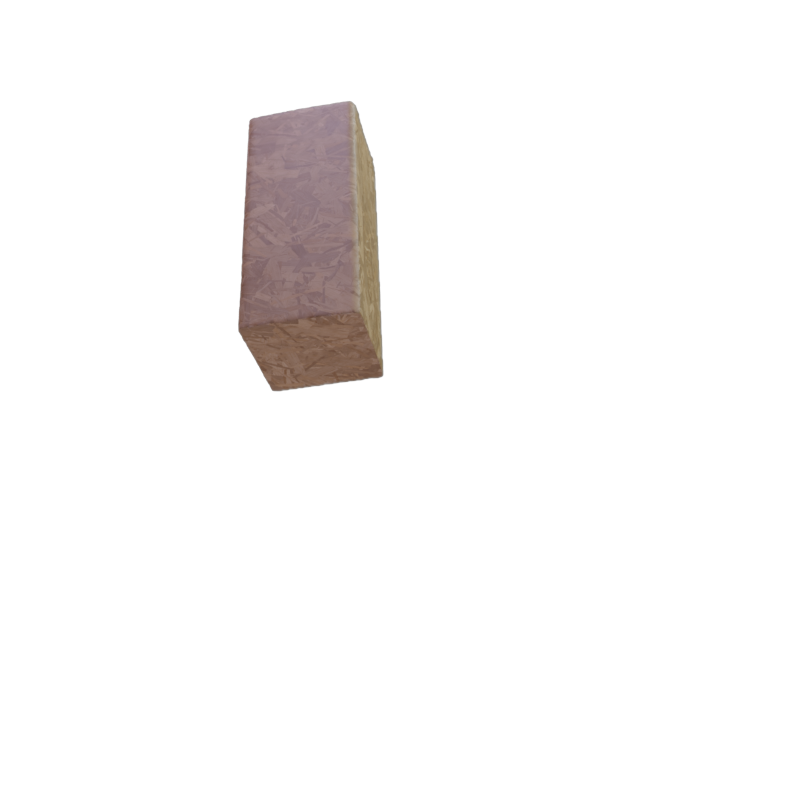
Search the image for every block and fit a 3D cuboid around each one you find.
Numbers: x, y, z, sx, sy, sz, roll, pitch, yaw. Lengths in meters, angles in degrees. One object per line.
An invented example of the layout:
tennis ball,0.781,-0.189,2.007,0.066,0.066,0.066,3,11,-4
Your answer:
block,-0.067,-0.124,0.863,0.091,0.221,0.084,-9,-36,9
